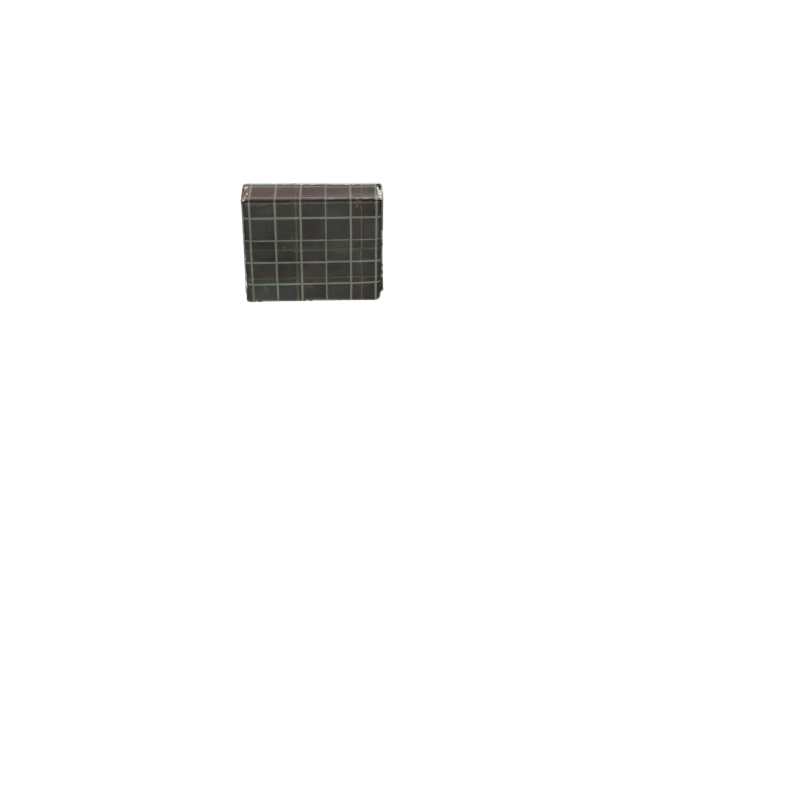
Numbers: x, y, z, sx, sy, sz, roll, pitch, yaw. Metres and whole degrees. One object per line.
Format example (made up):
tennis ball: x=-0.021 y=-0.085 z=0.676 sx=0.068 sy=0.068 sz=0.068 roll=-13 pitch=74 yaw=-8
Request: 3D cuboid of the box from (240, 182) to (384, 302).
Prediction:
box: x=-0.055 y=-0.101 z=0.707 sx=0.089 sy=0.069 sz=0.032 roll=-1 pitch=31 yaw=0
